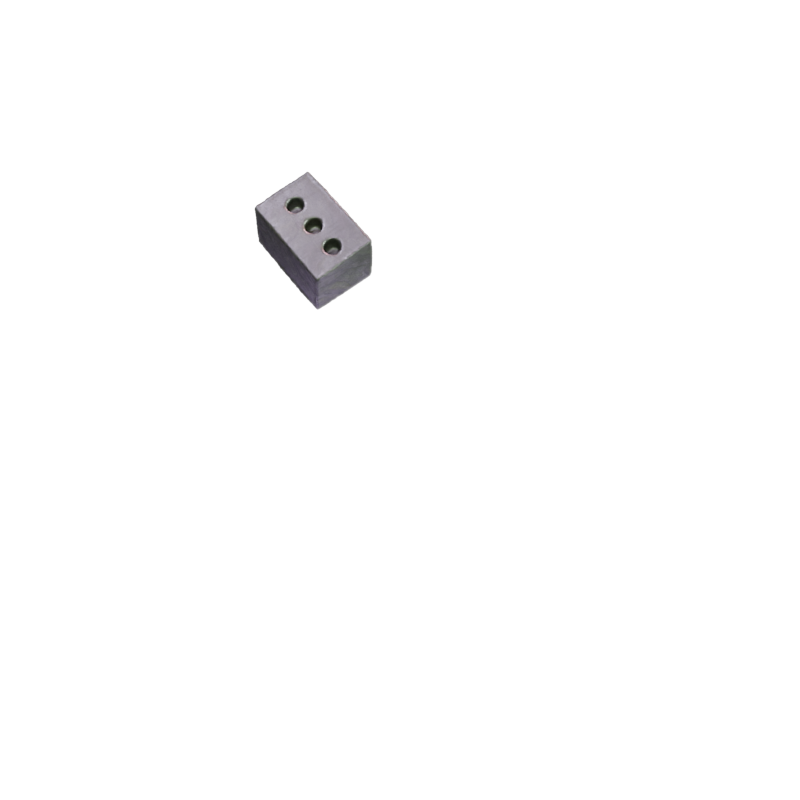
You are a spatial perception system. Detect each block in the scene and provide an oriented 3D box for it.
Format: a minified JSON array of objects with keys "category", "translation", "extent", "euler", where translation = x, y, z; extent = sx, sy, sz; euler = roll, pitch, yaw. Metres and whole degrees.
[{"category":"block","translation":[-0.065,-0.118,0.824],"extent":[0.053,0.082,0.048],"euler":[-36,-20,-17]}]
